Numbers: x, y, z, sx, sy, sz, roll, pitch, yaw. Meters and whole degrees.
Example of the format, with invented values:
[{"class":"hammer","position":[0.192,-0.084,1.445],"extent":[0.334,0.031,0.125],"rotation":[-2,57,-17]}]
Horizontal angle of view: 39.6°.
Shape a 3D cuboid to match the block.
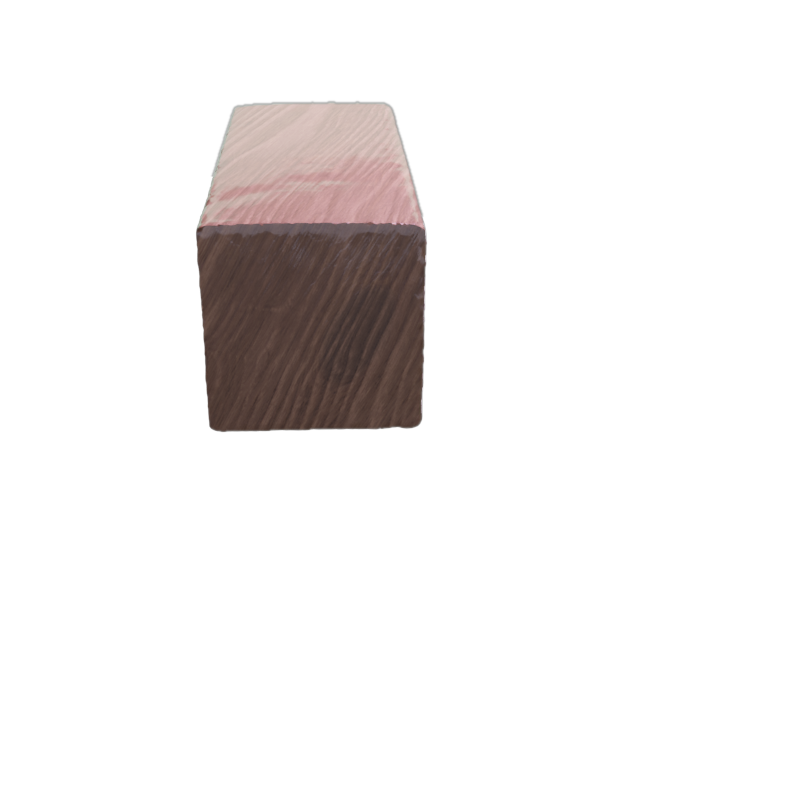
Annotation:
[{"class":"block","position":[-0.041,-0.076,0.532],"extent":[0.090,0.086,0.217],"rotation":[-1,26,-3]}]
